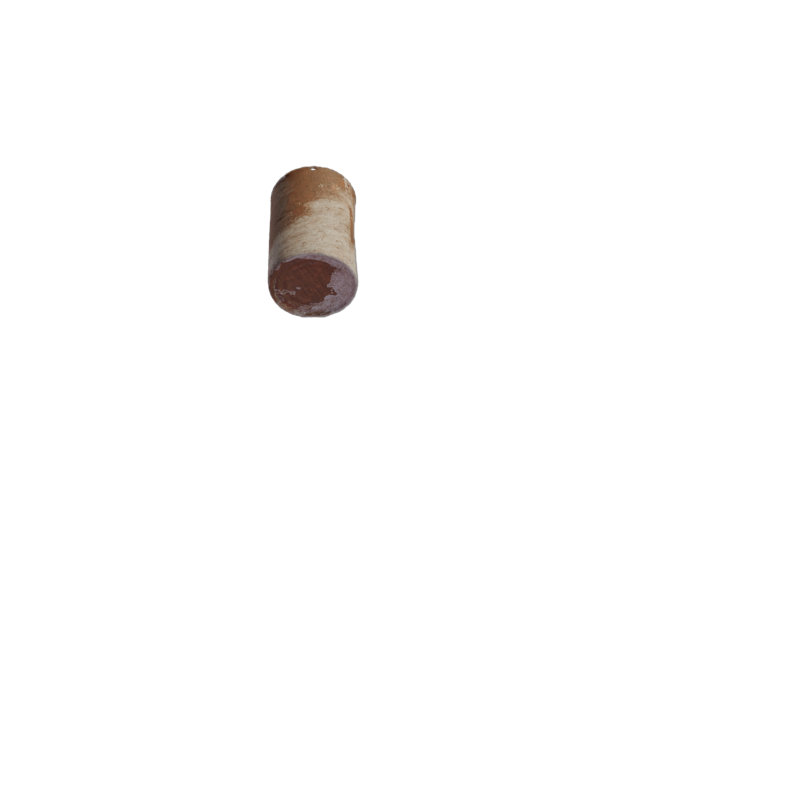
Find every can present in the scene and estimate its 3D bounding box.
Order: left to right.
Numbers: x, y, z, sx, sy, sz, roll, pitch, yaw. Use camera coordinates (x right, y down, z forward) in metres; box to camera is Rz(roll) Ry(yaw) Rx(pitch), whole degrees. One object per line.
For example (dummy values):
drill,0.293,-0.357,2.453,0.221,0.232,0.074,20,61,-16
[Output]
can,-0.066,-0.120,0.839,0.068,0.064,0.110,-1,45,-3
